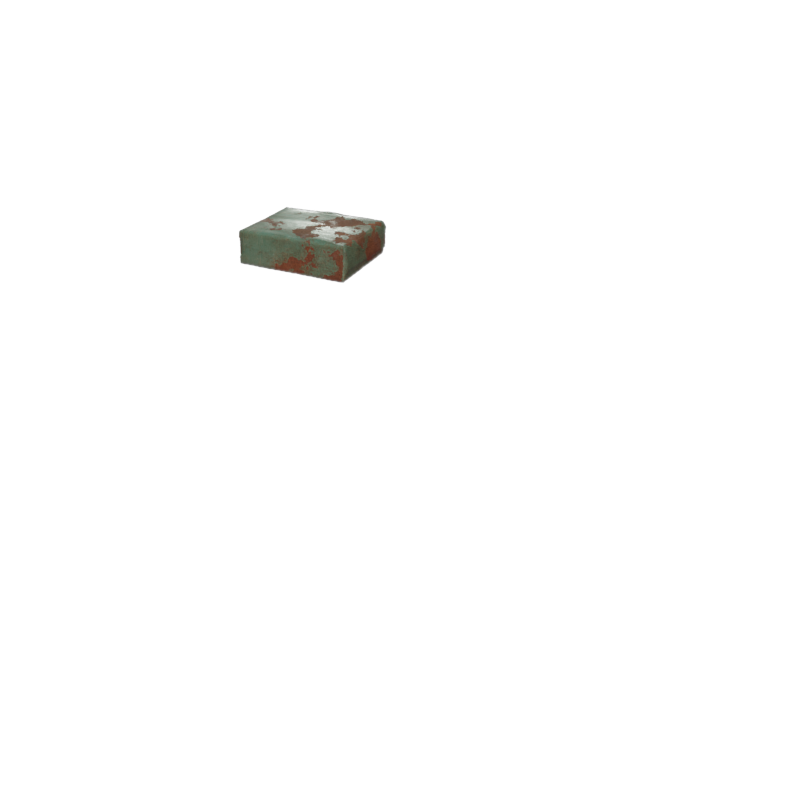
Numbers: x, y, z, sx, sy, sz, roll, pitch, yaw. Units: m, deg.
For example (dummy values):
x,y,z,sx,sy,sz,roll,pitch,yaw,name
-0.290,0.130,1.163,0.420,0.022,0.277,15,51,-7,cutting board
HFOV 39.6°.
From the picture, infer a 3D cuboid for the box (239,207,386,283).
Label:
x,y,z,sx,sy,sz,roll,pitch,yaw,name
-0.065,-0.120,0.838,0.093,0.029,0.074,11,26,23,box
